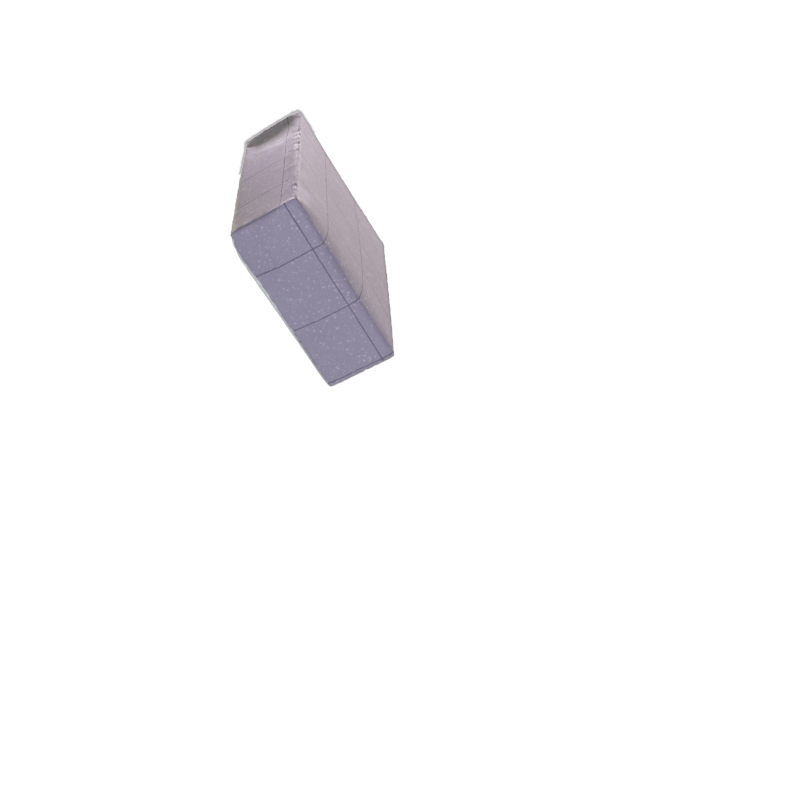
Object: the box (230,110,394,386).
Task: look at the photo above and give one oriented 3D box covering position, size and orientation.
[{"bbox_3d":[-0.076,-0.139,0.975,0.072,0.155,0.227,-27,28,12],"label":"box"}]
